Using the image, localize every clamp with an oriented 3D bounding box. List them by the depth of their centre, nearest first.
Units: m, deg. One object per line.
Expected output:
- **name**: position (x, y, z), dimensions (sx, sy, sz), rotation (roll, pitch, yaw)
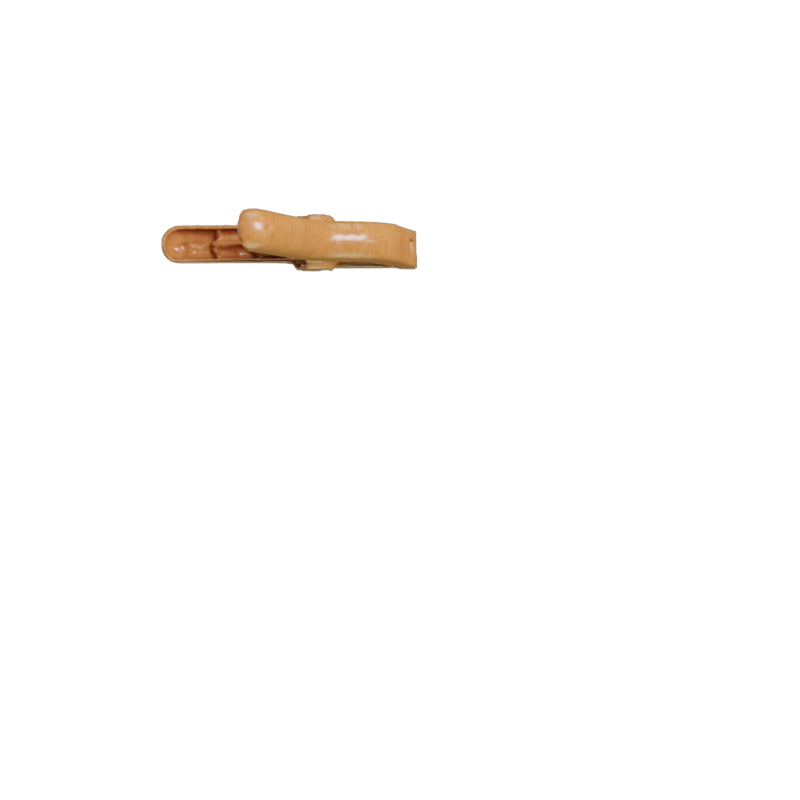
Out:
- **clamp**: position (-0.055, -0.101, 0.707), dimensions (0.167, 0.039, 0.125), rotation (-4, 9, -25)
